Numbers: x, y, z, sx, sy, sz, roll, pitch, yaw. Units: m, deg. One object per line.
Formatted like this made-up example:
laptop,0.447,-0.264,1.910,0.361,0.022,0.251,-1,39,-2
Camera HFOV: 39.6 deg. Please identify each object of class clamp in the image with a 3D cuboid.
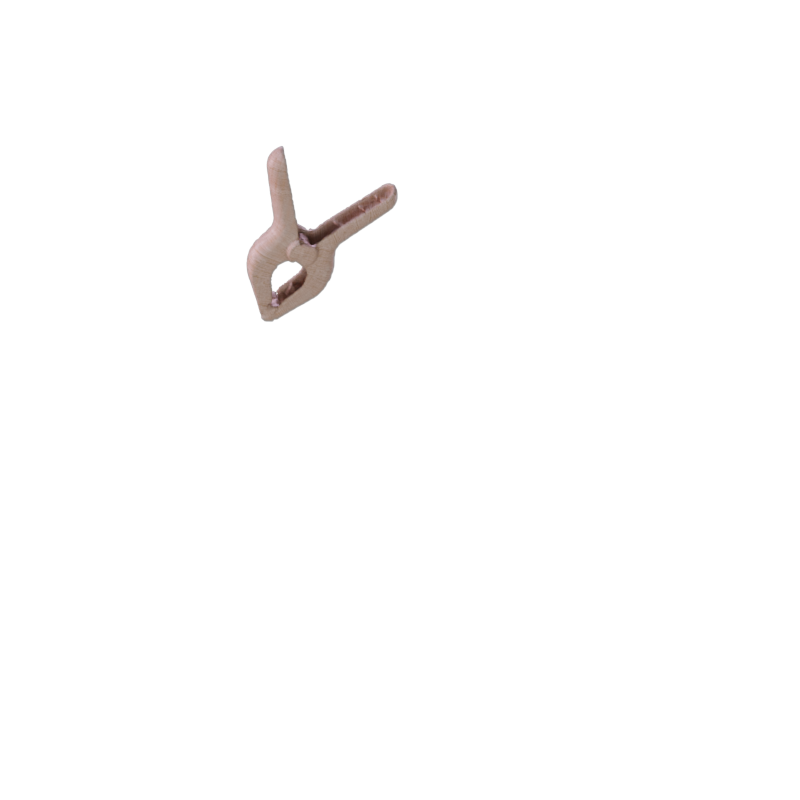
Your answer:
clamp,-0.077,-0.141,0.988,0.118,0.163,0.042,14,36,-11
